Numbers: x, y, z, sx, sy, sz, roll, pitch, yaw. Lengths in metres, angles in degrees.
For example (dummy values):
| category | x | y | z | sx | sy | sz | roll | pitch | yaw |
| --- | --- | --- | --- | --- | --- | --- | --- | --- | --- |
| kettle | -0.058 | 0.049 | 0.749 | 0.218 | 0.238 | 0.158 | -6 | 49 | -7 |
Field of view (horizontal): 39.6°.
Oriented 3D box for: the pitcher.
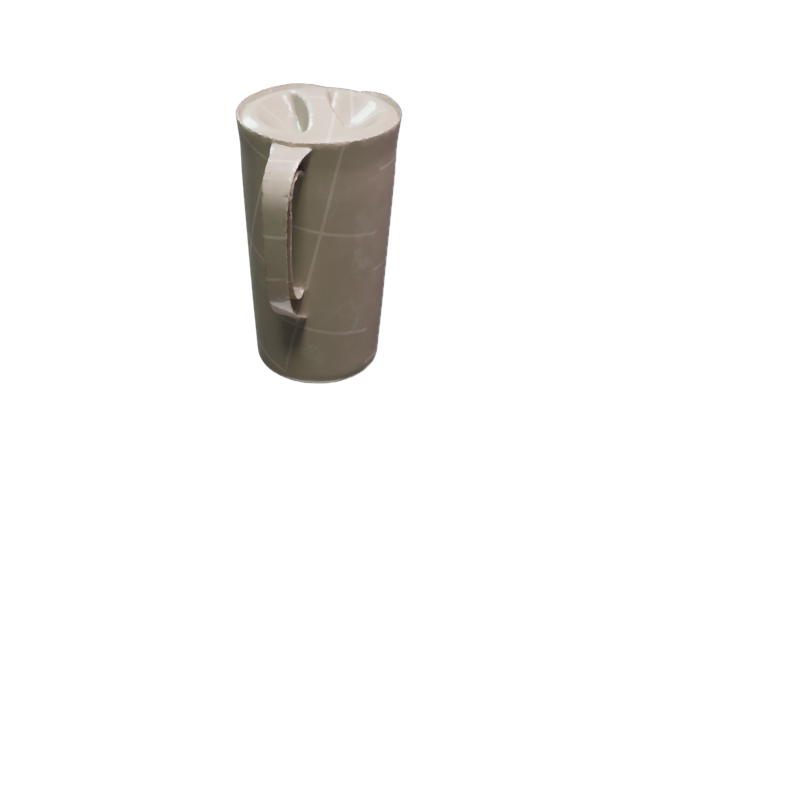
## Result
| category | x | y | z | sx | sy | sz | roll | pitch | yaw |
| --- | --- | --- | --- | --- | --- | --- | --- | --- | --- |
| pitcher | -0.073 | -0.133 | 0.934 | 0.147 | 0.229 | 0.156 | -15 | 35 | -26 |
